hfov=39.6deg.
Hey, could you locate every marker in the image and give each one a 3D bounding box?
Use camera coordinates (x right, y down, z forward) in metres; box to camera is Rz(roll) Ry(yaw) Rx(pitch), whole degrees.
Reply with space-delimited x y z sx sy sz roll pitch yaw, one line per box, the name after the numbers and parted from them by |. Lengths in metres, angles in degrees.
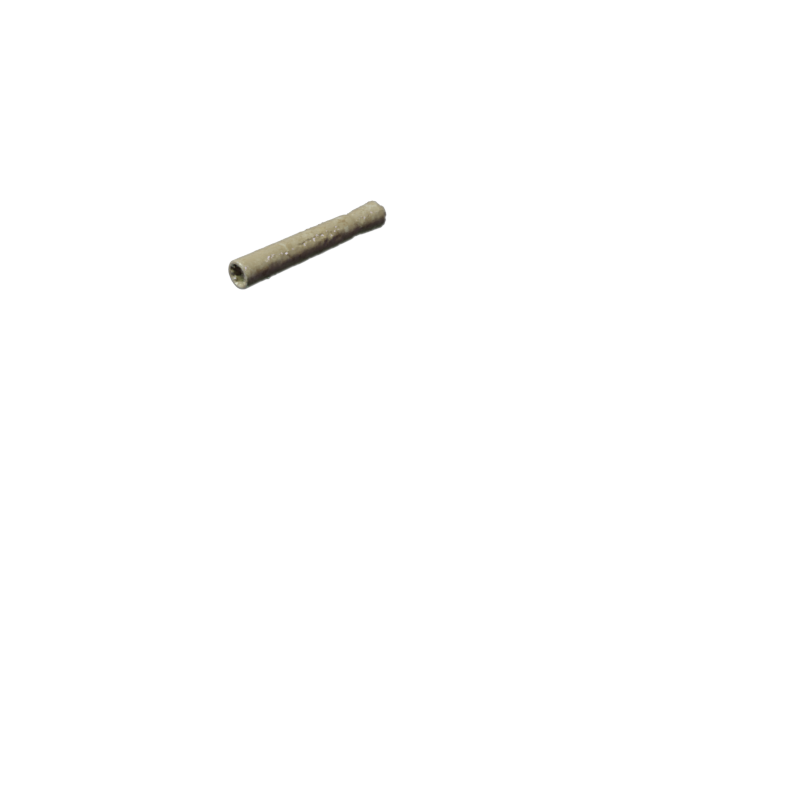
-0.054 -0.098 0.689 0.121 0.019 0.021 -30 22 -36 | marker
